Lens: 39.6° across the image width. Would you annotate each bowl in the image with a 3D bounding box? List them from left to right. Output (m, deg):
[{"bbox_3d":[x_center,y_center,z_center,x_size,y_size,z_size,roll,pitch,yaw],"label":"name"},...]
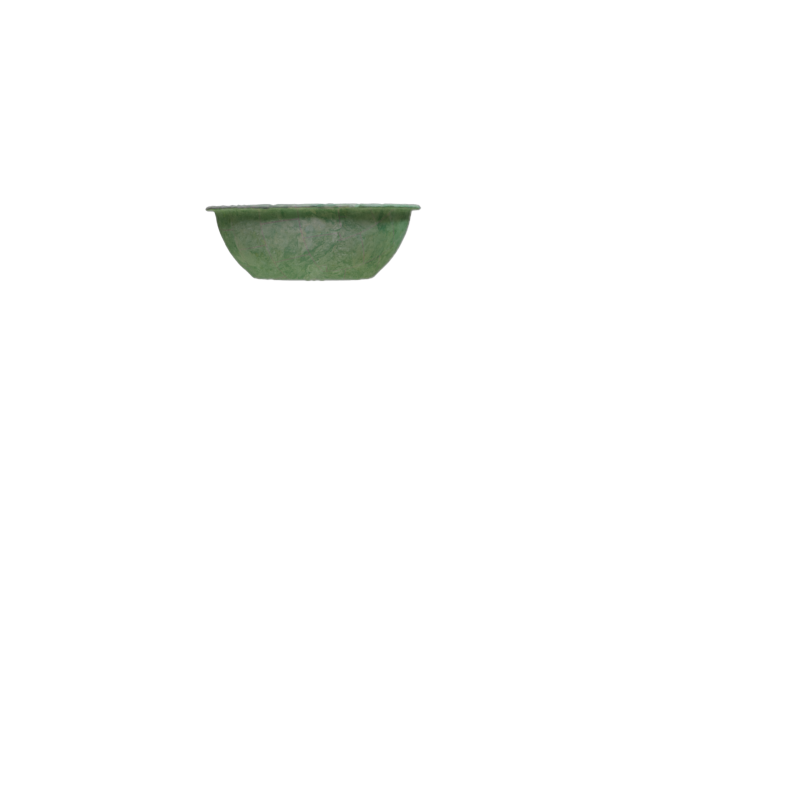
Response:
[{"bbox_3d":[-0.065,-0.119,0.831,0.162,0.054,0.164,0,8,-2],"label":"bowl"}]
